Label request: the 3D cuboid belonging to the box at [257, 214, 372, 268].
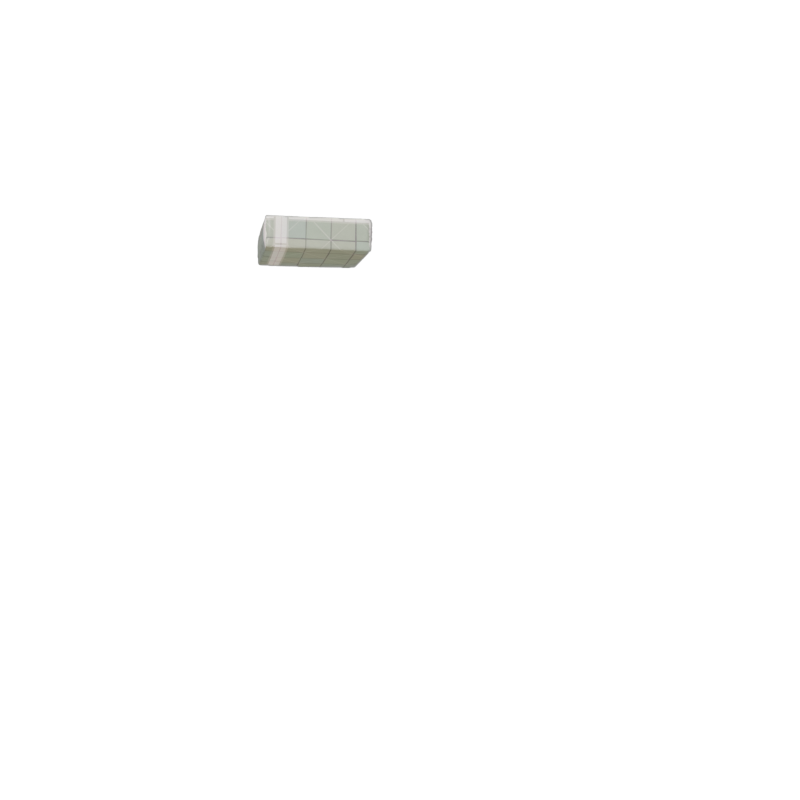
[{"bbox_3d":[-0.073,-0.133,0.929,0.088,0.031,0.072,1,-6,-9],"label":"box"}]
